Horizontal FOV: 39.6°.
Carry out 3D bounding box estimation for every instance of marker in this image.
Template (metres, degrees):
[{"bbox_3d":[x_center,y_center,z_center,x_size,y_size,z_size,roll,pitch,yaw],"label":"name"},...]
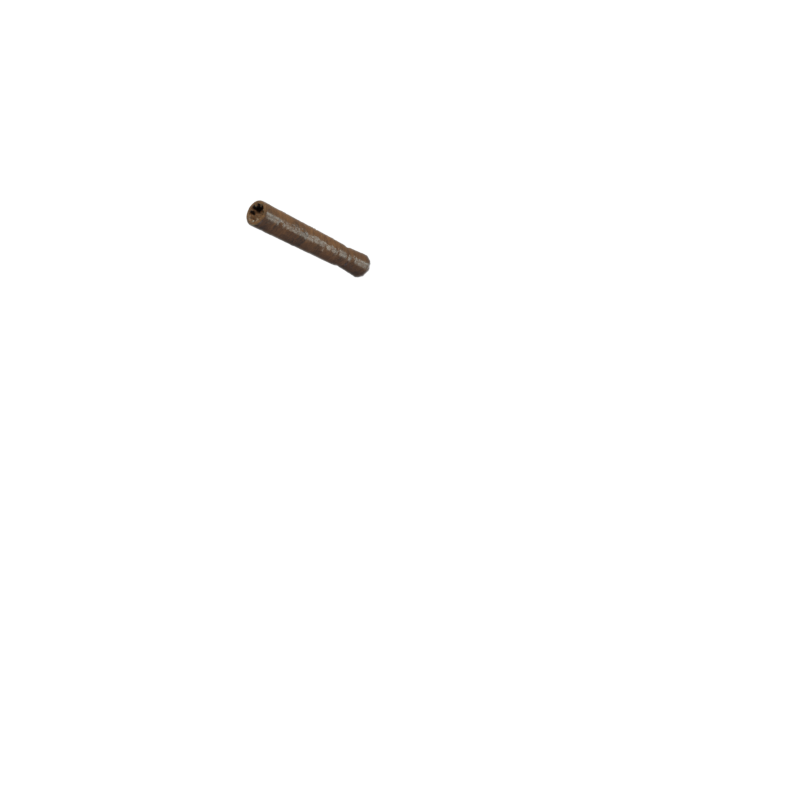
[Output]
[{"bbox_3d":[-0.062,-0.113,0.795,0.021,0.020,0.113,4,-12,42],"label":"marker"}]
